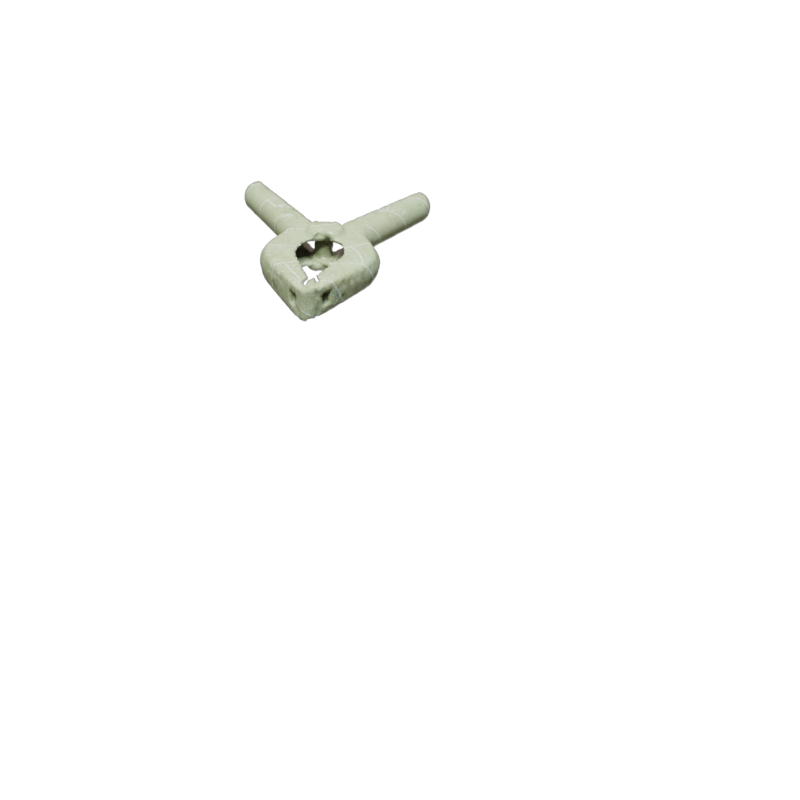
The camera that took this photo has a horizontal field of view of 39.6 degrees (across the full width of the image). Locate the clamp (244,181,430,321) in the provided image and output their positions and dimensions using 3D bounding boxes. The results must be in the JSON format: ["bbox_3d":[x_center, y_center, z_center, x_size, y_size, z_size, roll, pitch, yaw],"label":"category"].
[{"bbox_3d":[-0.071,-0.130,0.912,0.167,0.034,0.219,6,33,10],"label":"clamp"}]
